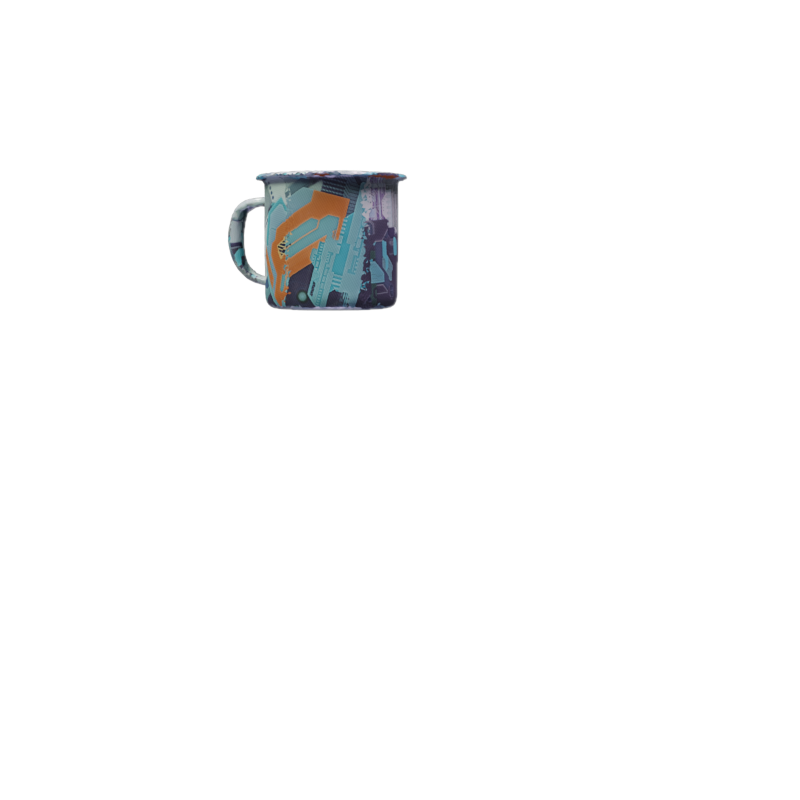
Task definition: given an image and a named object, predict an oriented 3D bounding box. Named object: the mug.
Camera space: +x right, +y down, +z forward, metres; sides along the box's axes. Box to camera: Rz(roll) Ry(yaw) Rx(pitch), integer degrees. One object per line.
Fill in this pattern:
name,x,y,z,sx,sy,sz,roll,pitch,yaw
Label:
mug,-0.054,-0.098,0.685,0.120,0.081,0.091,2,5,20
